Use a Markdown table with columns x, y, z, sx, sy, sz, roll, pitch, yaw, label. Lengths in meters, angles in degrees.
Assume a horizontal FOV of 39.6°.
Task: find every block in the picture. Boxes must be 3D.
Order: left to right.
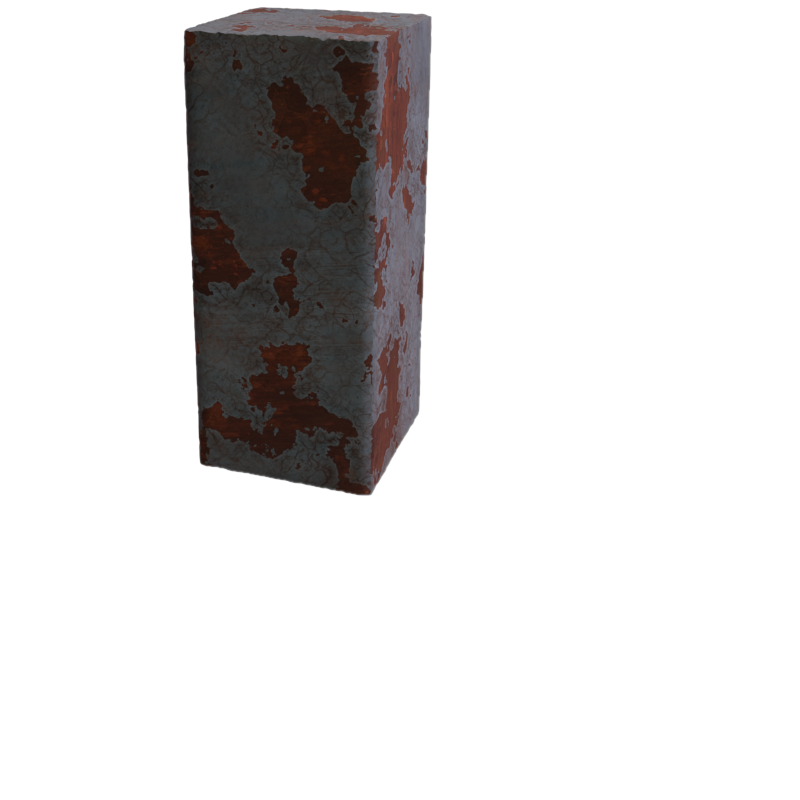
| x | y | z | sx | sy | sz | roll | pitch | yaw | label |
| --- | --- | --- | --- | --- | --- | --- | --- | --- | --- |
| -0.041 | -0.075 | 0.522 | 0.092 | 0.197 | 0.093 | 7 | 22 | 15 | block |
